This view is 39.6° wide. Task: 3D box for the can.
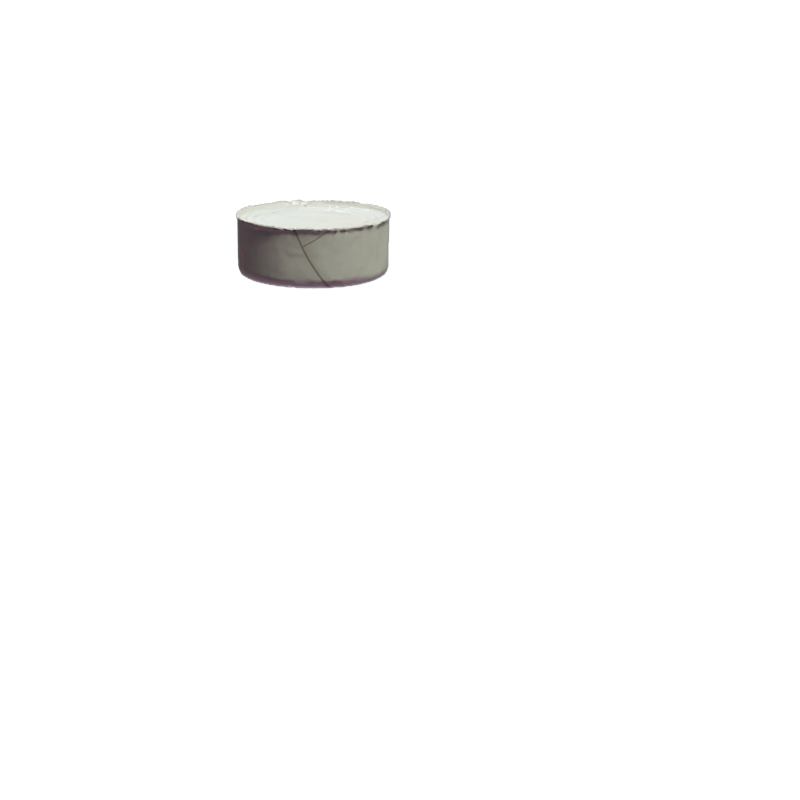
[{"bbox_3d":[-0.048,-0.088,0.617,0.086,0.032,0.089,-1,19,-2],"label":"can"}]
